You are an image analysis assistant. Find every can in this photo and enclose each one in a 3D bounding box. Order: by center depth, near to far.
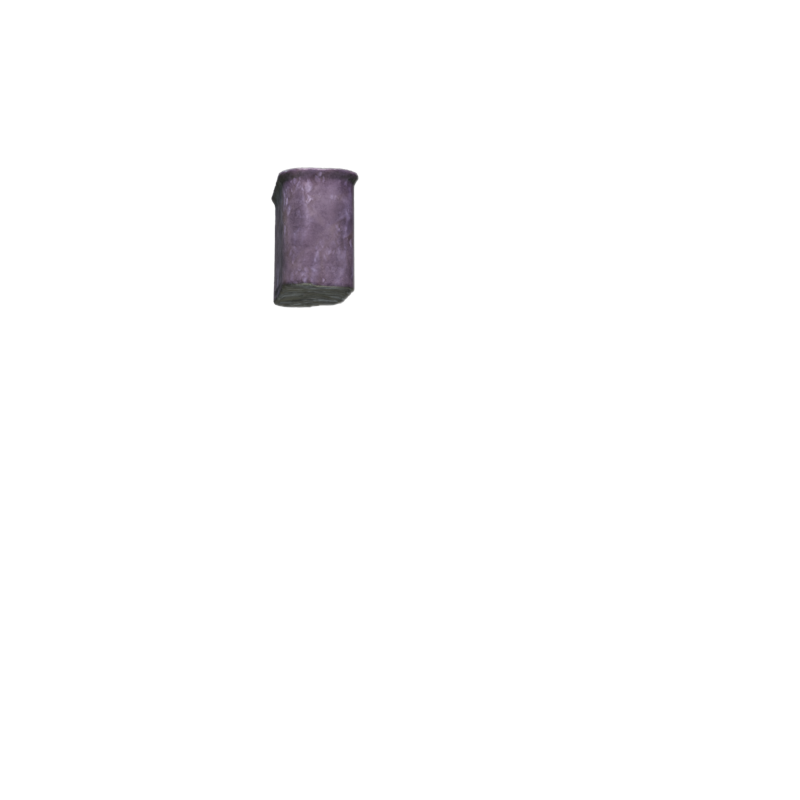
[{"bbox_3d":[-0.063,-0.116,0.809,0.057,0.086,0.101,1,-7,-10],"label":"can"}]
